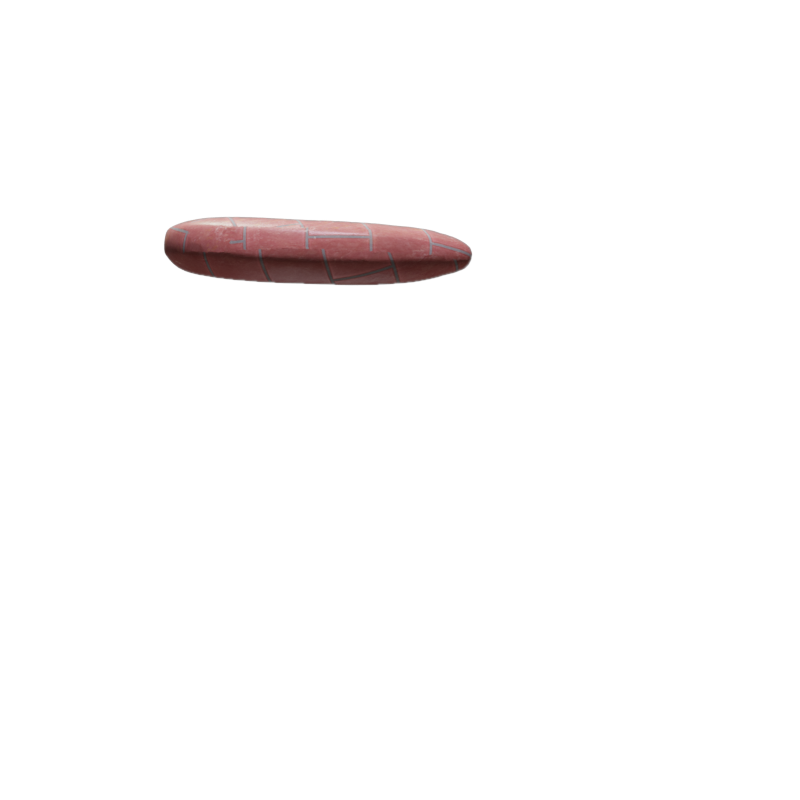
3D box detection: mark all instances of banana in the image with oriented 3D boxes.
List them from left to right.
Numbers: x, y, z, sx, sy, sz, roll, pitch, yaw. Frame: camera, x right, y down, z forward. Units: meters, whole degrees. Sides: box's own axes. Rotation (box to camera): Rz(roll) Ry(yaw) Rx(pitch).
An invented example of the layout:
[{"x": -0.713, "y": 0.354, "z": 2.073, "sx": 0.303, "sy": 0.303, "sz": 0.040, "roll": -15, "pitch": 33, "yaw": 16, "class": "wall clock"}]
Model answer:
[{"x": -0.060, "y": -0.090, "z": 0.654, "sx": 0.202, "sy": 0.036, "sz": 0.070, "roll": 5, "pitch": 18, "yaw": 16, "class": "banana"}]
